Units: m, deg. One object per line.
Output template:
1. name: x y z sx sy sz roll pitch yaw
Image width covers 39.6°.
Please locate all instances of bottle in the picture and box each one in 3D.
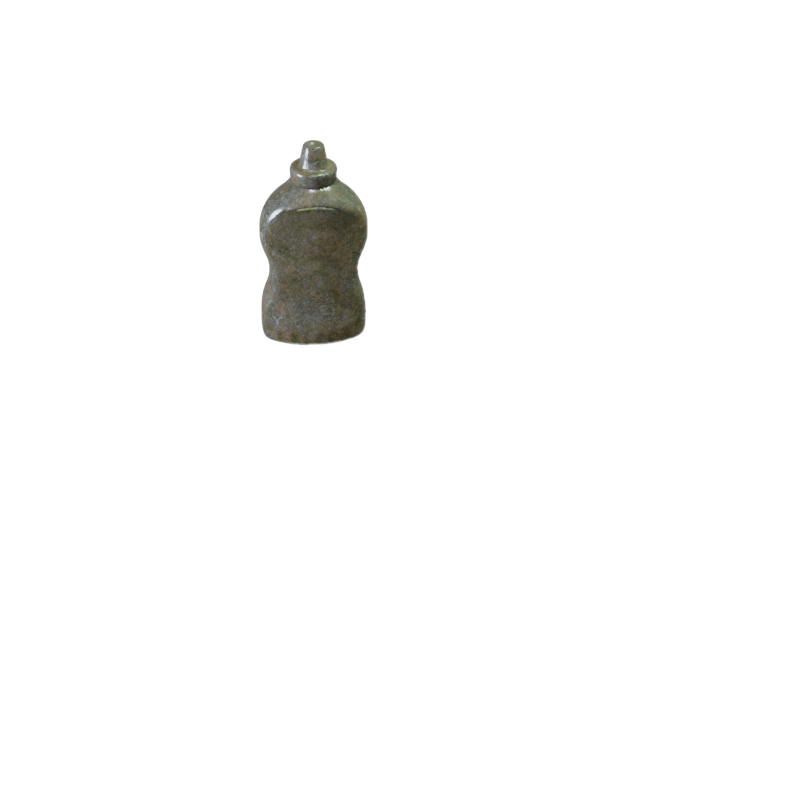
1. bottle: -0.078 -0.142 0.990 0.096 0.180 0.062 0 33 -4
